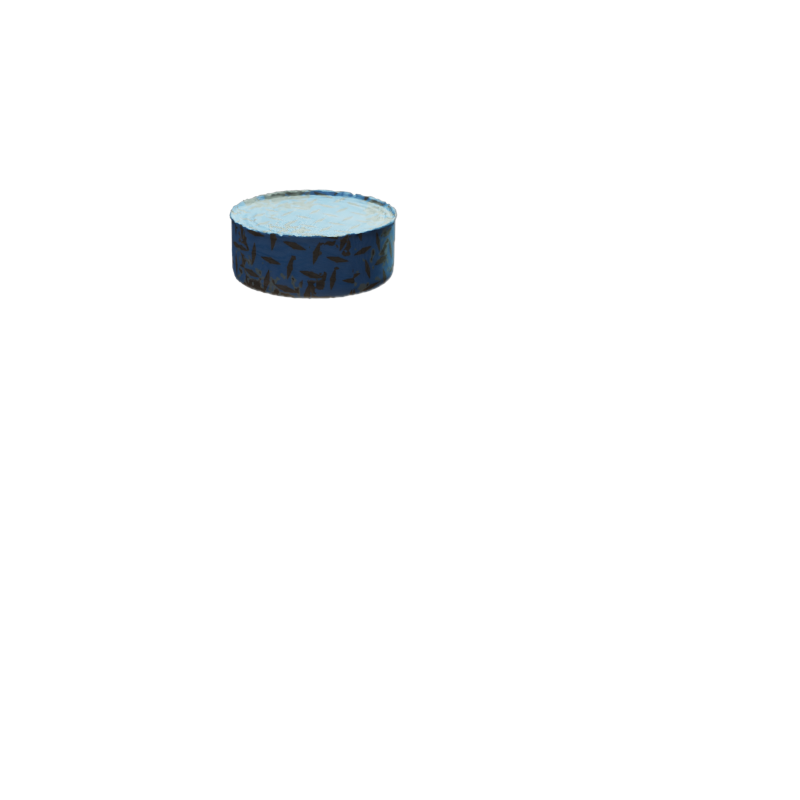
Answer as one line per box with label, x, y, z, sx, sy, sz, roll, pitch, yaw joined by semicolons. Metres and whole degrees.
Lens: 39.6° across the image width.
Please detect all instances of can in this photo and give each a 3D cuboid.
can;-0.045;-0.082;0.573;0.086;0.032;0.090;-1;24;-2
